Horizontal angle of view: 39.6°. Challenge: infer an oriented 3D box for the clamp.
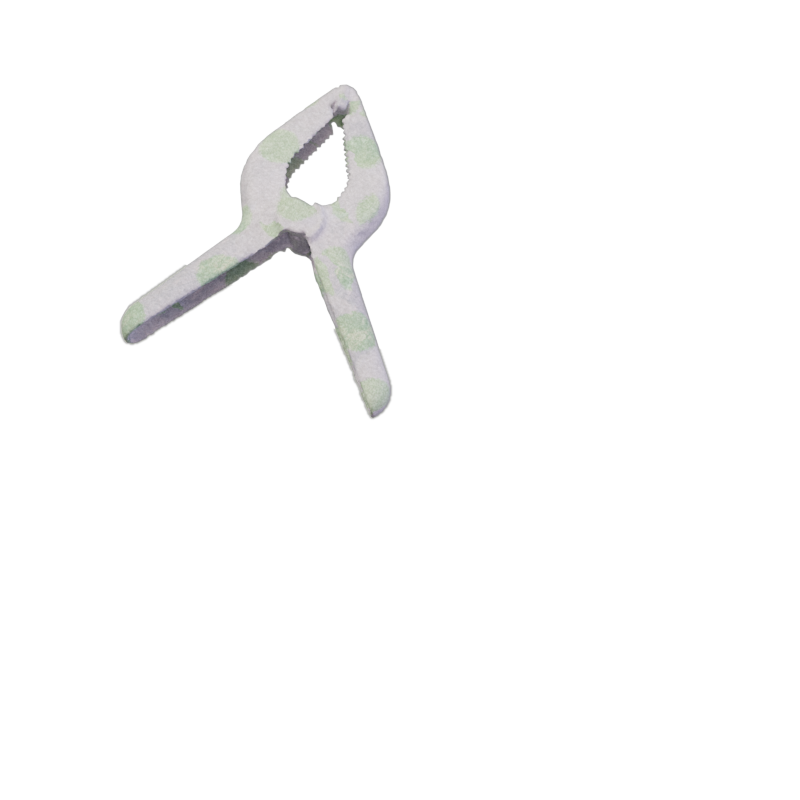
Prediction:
[{"bbox_3d":[-0.053,-0.097,0.682,0.168,0.217,0.034,22,-21,9],"label":"clamp"}]
